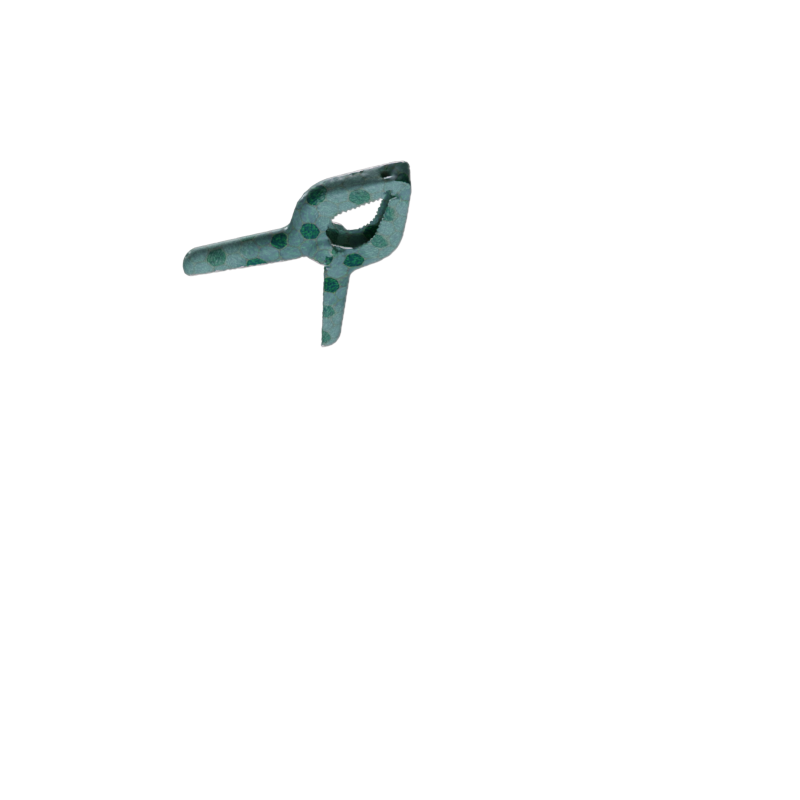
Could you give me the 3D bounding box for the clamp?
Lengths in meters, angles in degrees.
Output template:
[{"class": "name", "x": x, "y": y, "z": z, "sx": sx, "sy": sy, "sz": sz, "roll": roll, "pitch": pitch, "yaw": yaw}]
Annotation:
[{"class": "clamp", "x": -0.073, "y": -0.133, "z": 0.929, "sx": 0.157, "sy": 0.039, "sz": 0.205, "roll": 24, "pitch": -46, "yaw": -25}]
